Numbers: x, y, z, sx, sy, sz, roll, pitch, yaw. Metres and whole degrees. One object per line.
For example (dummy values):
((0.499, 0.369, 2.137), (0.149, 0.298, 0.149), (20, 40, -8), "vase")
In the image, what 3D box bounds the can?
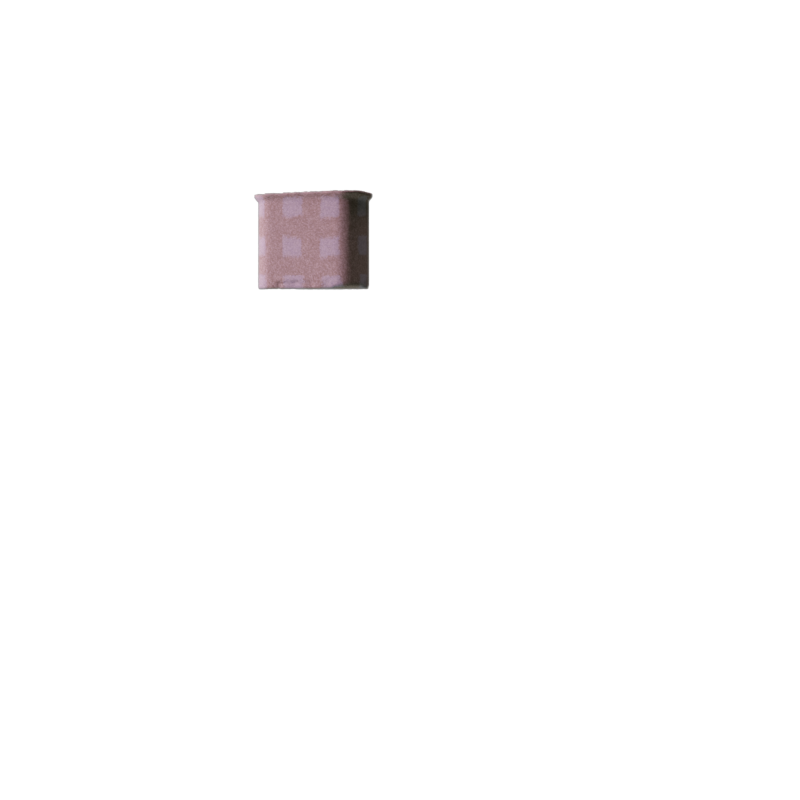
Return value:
((-0.076, -0.139, 0.971), (0.105, 0.084, 0.056), (1, 0, 21), "can")
